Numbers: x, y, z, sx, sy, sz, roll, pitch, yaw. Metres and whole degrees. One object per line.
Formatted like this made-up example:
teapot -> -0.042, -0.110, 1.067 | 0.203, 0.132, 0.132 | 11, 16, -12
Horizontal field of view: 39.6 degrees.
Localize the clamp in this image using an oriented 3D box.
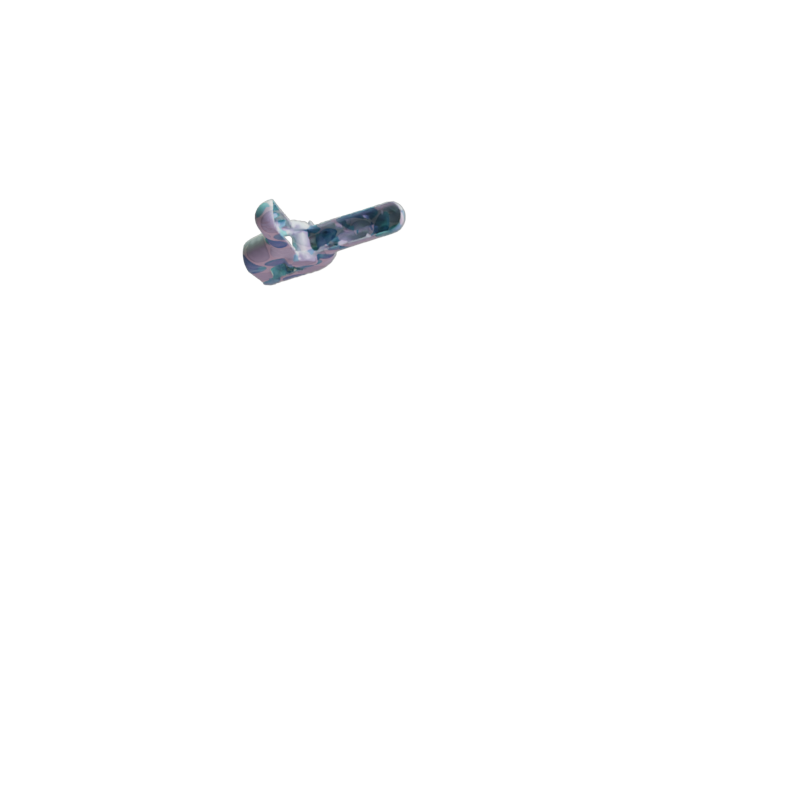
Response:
clamp -> -0.071, -0.129, 0.903 | 0.118, 0.040, 0.170 | 2, -8, -15
